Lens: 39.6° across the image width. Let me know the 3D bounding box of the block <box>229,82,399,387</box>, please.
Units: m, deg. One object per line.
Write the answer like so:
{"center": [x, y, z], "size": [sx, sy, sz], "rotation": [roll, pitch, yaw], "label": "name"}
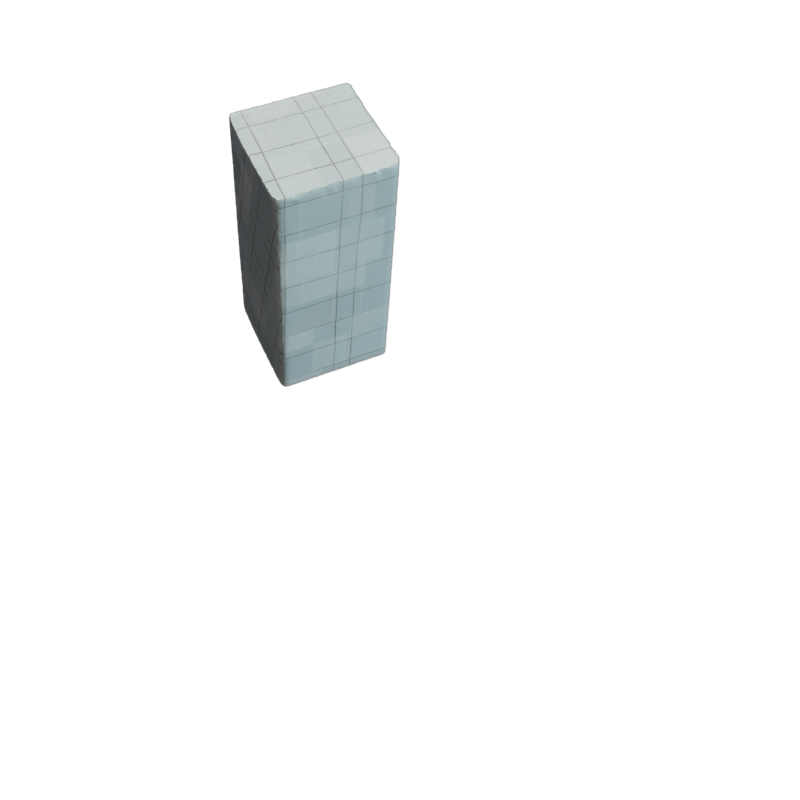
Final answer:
{"center": [-0.063, -0.114, 0.800], "size": [0.090, 0.097, 0.192], "rotation": [-18, -34, -16], "label": "block"}
